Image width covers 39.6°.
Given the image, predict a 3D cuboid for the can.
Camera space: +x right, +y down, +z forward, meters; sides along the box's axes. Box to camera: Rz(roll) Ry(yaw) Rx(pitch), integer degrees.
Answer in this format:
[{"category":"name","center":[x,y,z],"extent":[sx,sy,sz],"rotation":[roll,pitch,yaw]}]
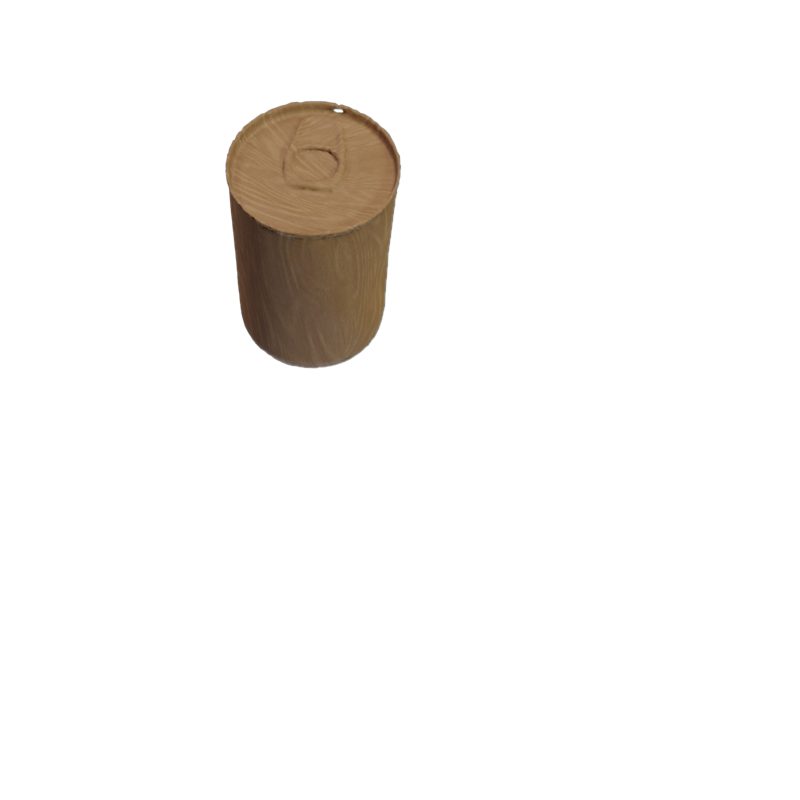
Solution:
[{"category":"can","center":[-0.037,-0.067,0.467],"extent":[0.068,0.073,0.096],"rotation":[0,-32,-3]}]
